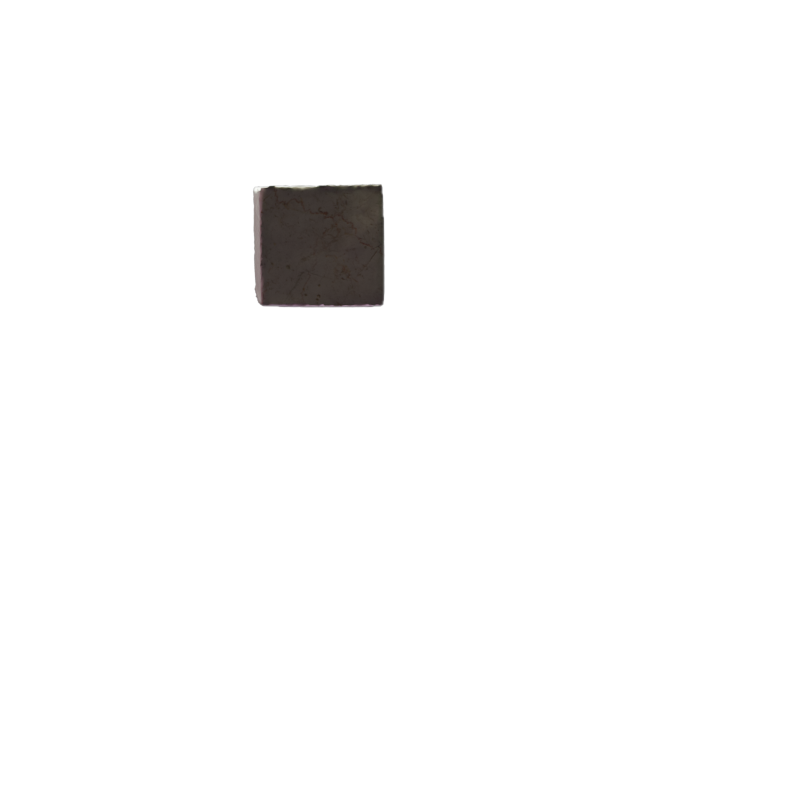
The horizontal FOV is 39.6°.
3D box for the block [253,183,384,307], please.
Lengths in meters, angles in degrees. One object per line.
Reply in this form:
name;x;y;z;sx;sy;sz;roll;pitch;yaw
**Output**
block;-0.039;-0.070;0.493;0.052;0.051;0.080;-1;8;-9
